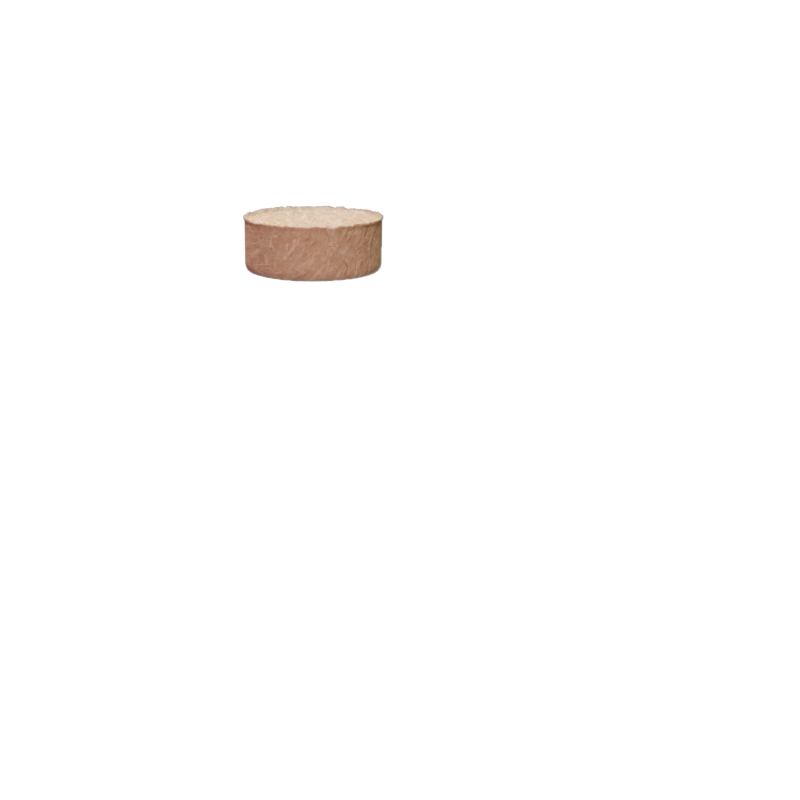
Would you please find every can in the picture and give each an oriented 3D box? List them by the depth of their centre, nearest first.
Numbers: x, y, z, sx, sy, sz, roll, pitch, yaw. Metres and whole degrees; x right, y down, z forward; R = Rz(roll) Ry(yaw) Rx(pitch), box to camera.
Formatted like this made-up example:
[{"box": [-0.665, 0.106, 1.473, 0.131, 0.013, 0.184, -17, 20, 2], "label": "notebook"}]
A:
[{"box": [-0.053, -0.097, 0.681, 0.086, 0.033, 0.089, -1, 17, -2], "label": "can"}]
